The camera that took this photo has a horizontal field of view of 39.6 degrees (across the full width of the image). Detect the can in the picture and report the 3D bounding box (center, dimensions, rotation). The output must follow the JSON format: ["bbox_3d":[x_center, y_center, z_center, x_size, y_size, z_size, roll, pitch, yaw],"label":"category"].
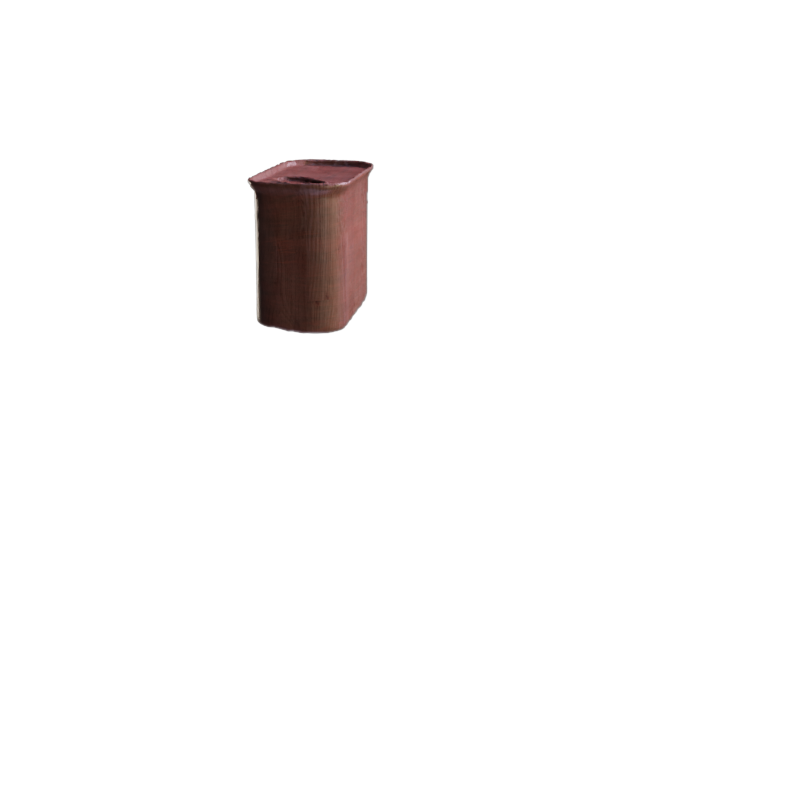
[{"bbox_3d":[-0.050,-0.092,0.642,0.058,0.081,0.104,3,16,10],"label":"can"}]
